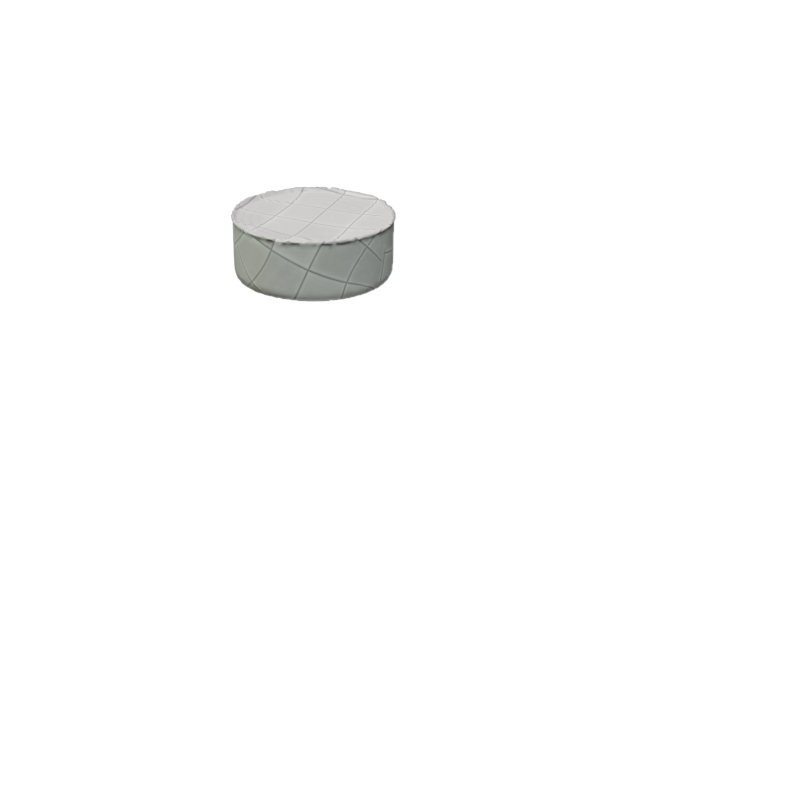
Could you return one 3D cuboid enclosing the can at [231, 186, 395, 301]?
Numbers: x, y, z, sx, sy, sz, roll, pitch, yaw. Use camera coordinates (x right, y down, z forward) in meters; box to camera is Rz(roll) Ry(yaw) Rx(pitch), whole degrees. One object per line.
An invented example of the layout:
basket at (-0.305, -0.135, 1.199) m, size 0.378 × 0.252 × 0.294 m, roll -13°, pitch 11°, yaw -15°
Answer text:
can at (-0.046, -0.083, 0.583) m, size 0.086 × 0.032 × 0.091 m, roll -1°, pitch 27°, yaw -2°
